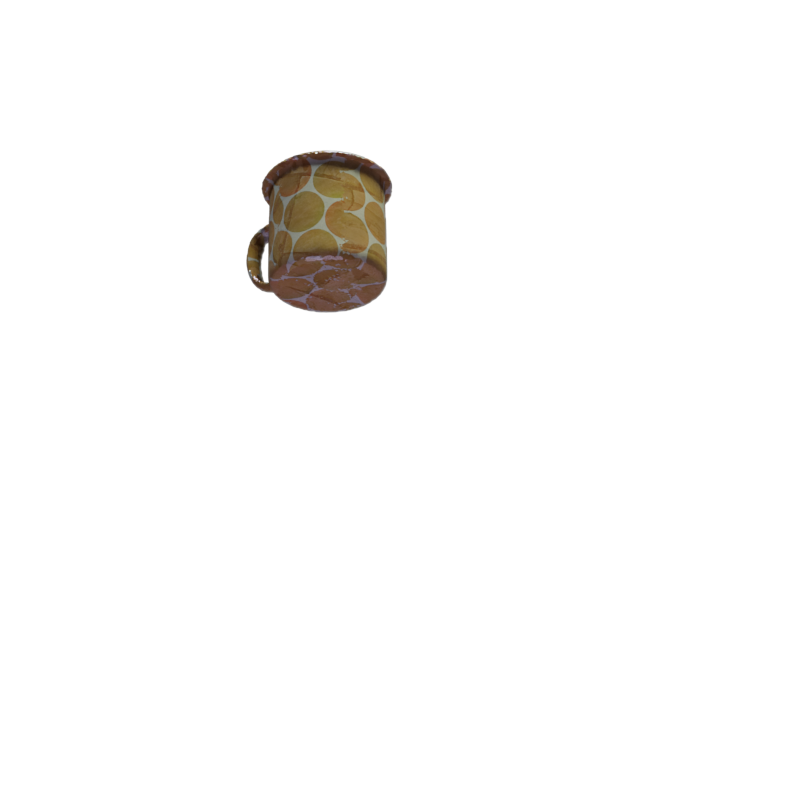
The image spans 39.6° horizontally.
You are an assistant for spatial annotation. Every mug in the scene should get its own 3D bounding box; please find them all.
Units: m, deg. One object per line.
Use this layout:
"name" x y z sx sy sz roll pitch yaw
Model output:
"mug" -0.061 -0.111 0.776 0.118 0.087 0.087 -17 -31 29
